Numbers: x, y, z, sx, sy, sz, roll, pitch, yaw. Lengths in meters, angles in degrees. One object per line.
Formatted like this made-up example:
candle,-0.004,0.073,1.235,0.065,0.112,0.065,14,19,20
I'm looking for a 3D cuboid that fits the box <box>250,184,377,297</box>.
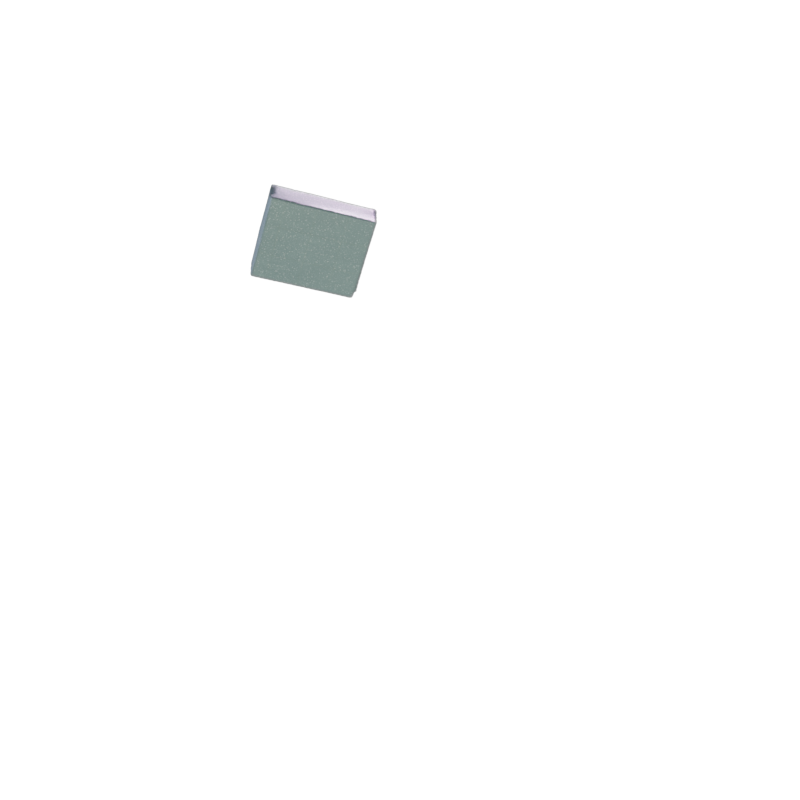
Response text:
box,-0.070,-0.128,0.899,0.088,0.070,0.032,13,29,-8
